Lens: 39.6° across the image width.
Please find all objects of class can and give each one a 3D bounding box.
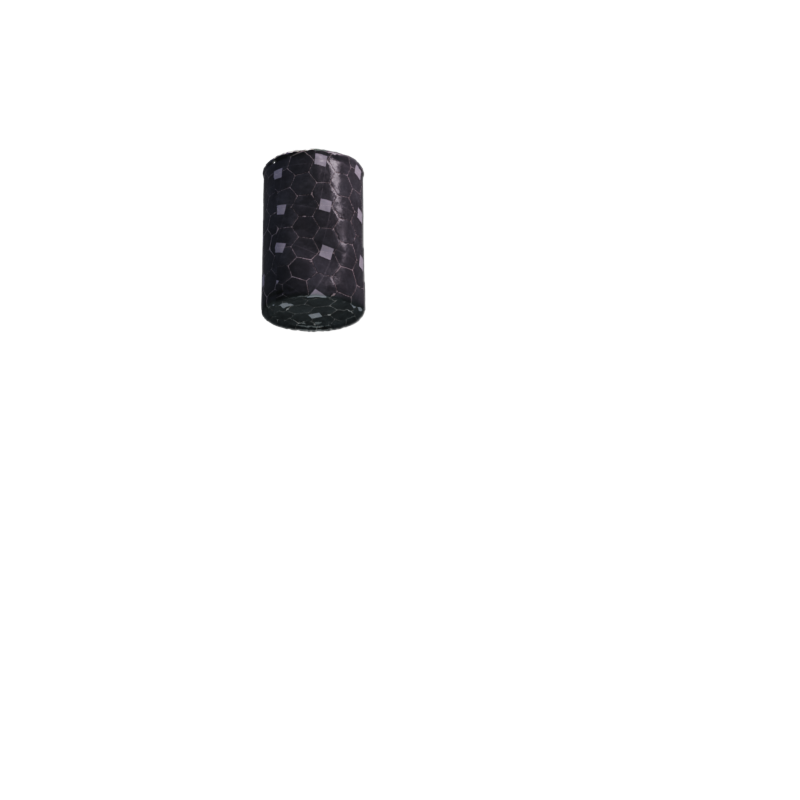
[{"bbox_3d":[-0.057,-0.103,0.723,0.068,0.108,0.065,0,-21,-2],"label":"can"}]
